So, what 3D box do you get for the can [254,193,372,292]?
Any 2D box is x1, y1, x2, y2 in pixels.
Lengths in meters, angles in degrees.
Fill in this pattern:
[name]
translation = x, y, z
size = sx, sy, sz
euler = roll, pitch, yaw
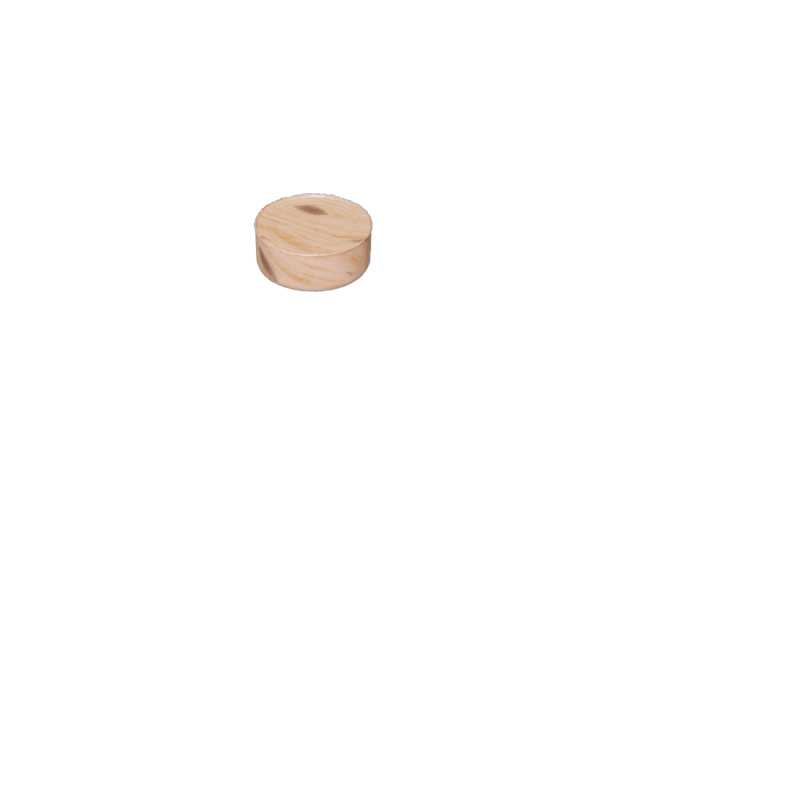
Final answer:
[can]
translation = -0.063, -0.115, 0.808
size = 0.086, 0.031, 0.092
euler = -1, 37, -2
